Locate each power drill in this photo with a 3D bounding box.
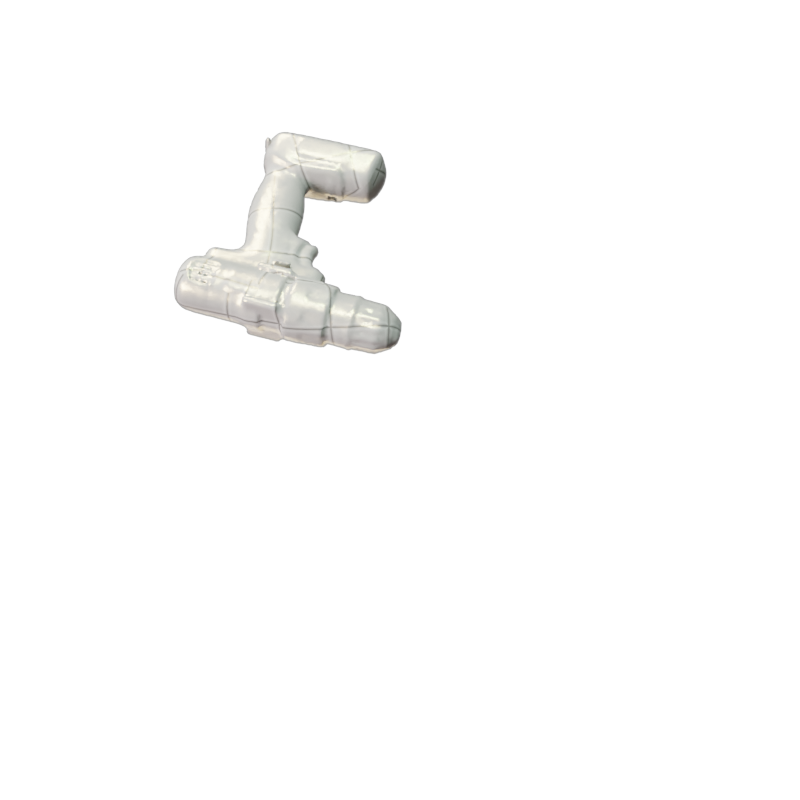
[{"bbox_3d":[-0.071,-0.130,0.910,0.188,0.197,0.054,14,-35,10],"label":"power drill"}]
